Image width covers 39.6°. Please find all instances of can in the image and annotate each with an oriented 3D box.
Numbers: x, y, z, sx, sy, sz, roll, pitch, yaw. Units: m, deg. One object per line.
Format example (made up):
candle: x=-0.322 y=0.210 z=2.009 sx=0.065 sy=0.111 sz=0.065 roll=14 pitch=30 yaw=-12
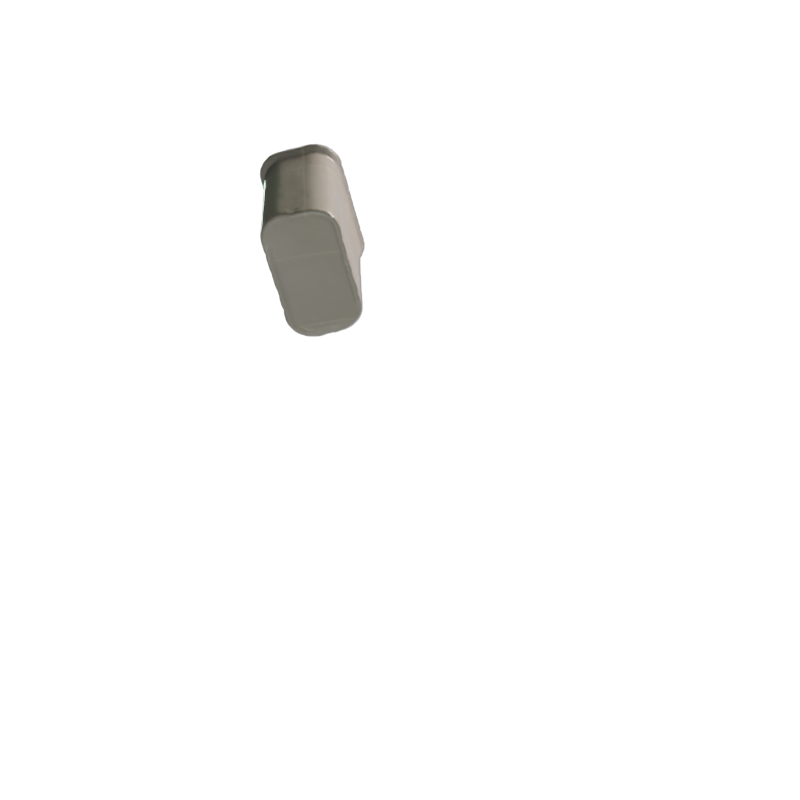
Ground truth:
can: x=-0.058 y=-0.106 z=0.741 sx=0.058 sy=0.095 sz=0.090 roll=-12 pitch=36 yaw=6
